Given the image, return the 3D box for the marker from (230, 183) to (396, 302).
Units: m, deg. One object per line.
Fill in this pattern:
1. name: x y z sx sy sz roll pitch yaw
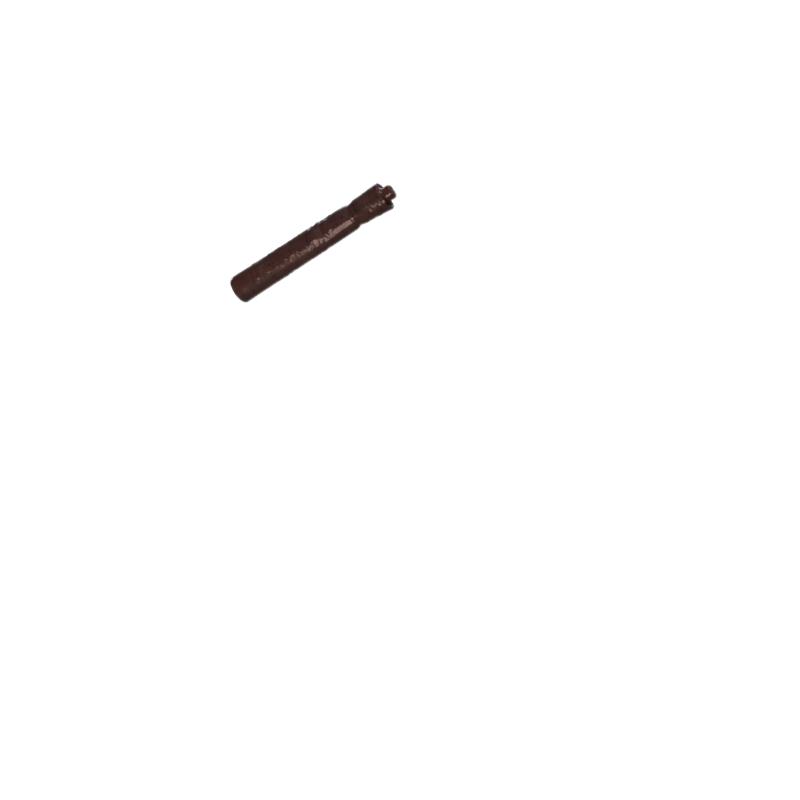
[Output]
1. marker: -0.054 -0.099 0.690 0.121 0.020 0.019 -30 -7 19
